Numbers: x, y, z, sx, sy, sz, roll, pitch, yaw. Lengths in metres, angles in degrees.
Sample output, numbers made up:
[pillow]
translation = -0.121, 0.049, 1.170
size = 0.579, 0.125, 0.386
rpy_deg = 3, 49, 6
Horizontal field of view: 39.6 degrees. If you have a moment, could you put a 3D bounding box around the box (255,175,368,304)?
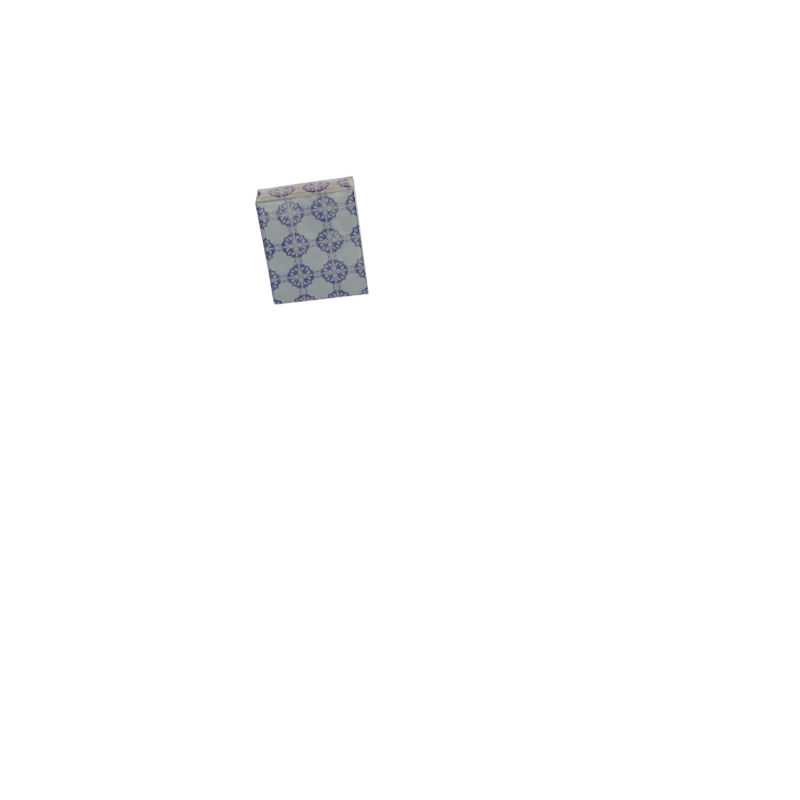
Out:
[box]
translation = -0.065, -0.118, 0.831
size = 0.073, 0.084, 0.032
rpy_deg = -7, 26, 3
